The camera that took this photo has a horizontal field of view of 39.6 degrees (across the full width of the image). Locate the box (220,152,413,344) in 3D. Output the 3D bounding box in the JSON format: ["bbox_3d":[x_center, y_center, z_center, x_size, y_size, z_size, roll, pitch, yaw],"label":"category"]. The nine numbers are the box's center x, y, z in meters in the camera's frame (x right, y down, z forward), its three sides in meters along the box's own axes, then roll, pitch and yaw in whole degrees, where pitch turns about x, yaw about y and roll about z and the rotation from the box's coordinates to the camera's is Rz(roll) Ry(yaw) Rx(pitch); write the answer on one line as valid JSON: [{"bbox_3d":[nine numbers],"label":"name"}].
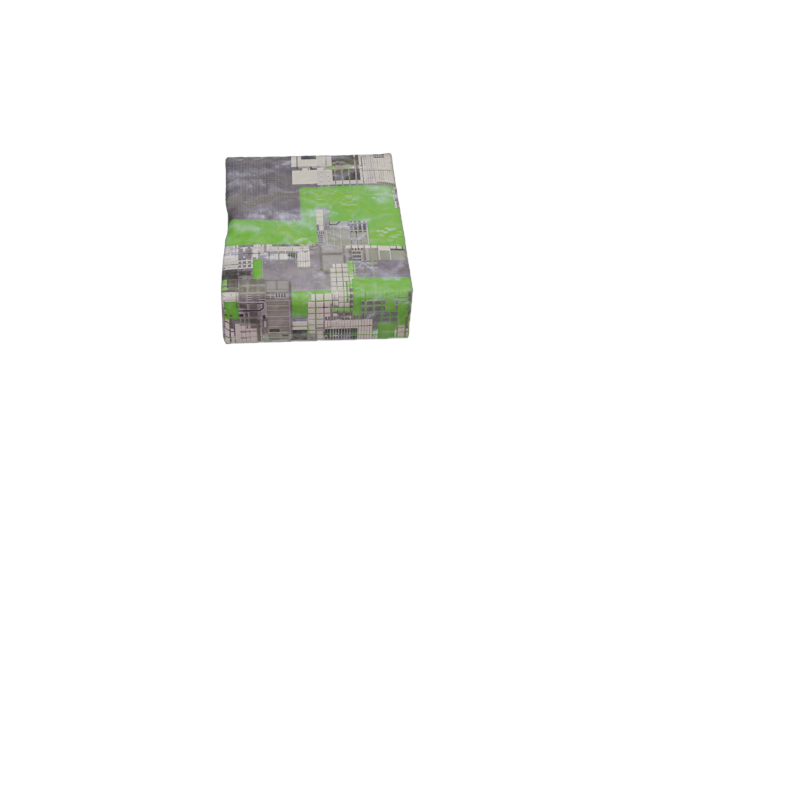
[{"bbox_3d":[-0.036,-0.065,0.455,0.073,0.096,0.028,-2,-43,-3],"label":"box"}]
